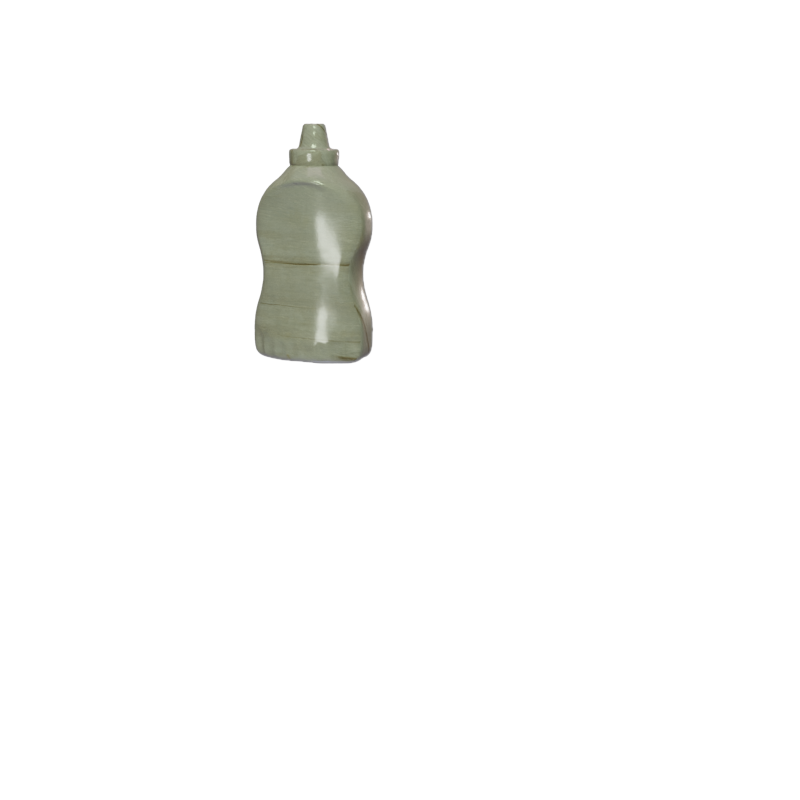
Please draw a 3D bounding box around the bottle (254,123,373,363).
[{"bbox_3d":[-0.071,-0.129,0.907,0.099,0.189,0.057,4,7,23],"label":"bottle"}]
